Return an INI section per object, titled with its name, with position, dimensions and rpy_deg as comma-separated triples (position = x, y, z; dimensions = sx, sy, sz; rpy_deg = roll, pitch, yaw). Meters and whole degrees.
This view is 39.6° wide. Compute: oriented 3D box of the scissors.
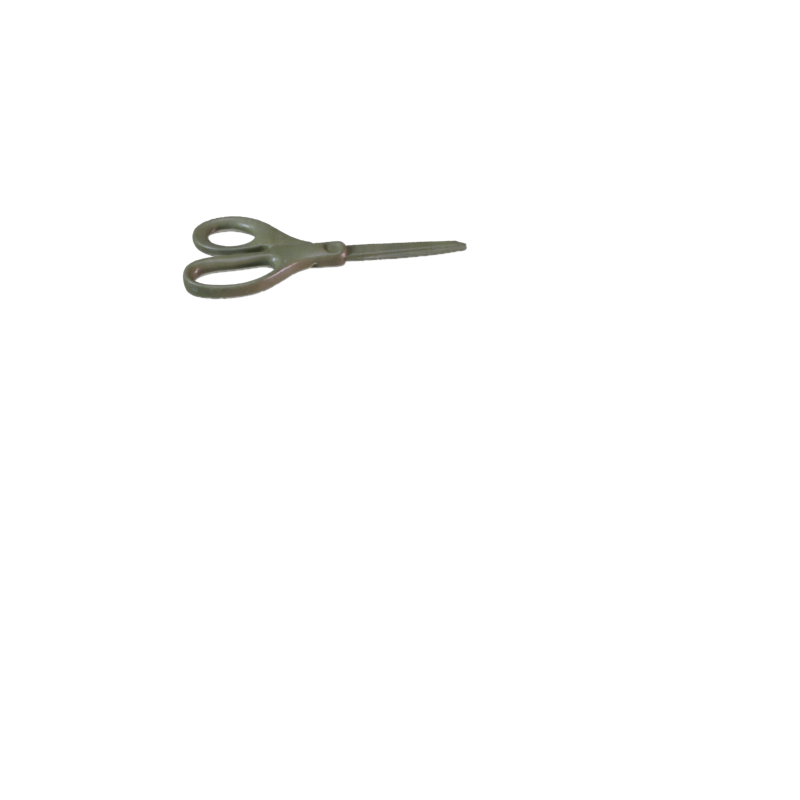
[scissors]
position = -0.063, -0.115, 0.803
dimensions = 0.199, 0.015, 0.104
rpy_deg = -15, 42, -17
